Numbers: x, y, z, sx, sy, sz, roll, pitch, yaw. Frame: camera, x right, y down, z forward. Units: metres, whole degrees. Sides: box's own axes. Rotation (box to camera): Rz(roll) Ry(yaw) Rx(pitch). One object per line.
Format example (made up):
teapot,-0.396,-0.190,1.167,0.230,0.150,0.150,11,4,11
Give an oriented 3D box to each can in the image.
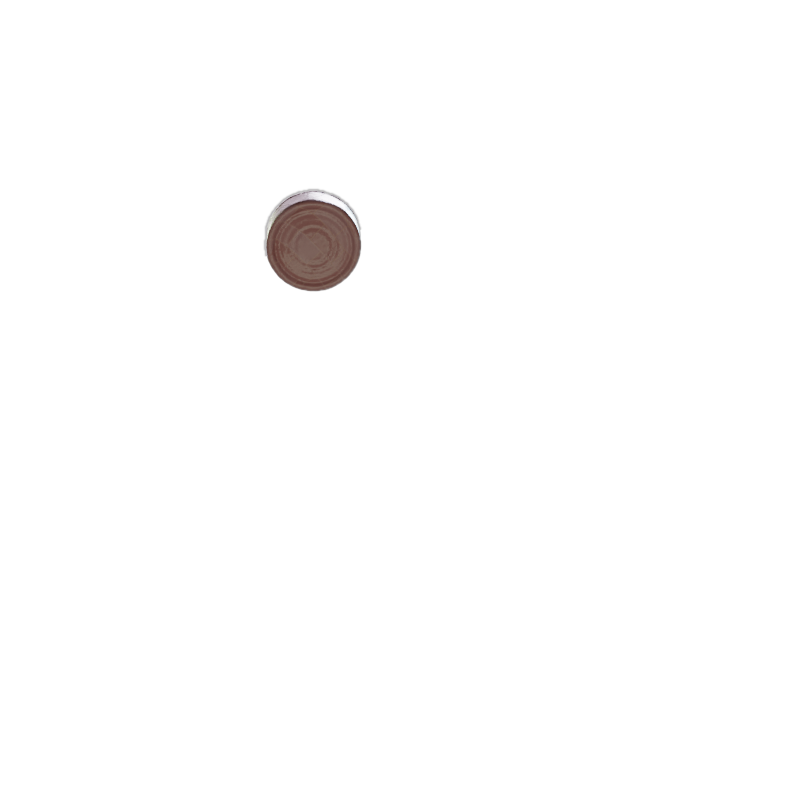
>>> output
can,-0.077,-0.141,0.986,0.086,0.082,0.035,0,19,-1
